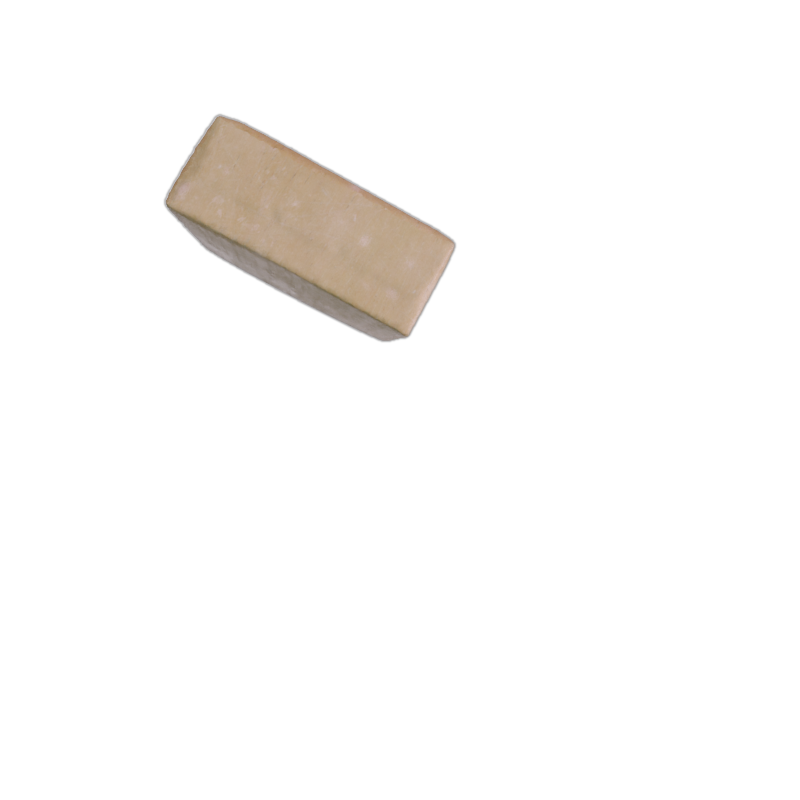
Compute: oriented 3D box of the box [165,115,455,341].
[{"bbox_3d":[-0.058,-0.106,0.745,0.165,0.072,0.212,28,-1,-2],"label":"box"}]
